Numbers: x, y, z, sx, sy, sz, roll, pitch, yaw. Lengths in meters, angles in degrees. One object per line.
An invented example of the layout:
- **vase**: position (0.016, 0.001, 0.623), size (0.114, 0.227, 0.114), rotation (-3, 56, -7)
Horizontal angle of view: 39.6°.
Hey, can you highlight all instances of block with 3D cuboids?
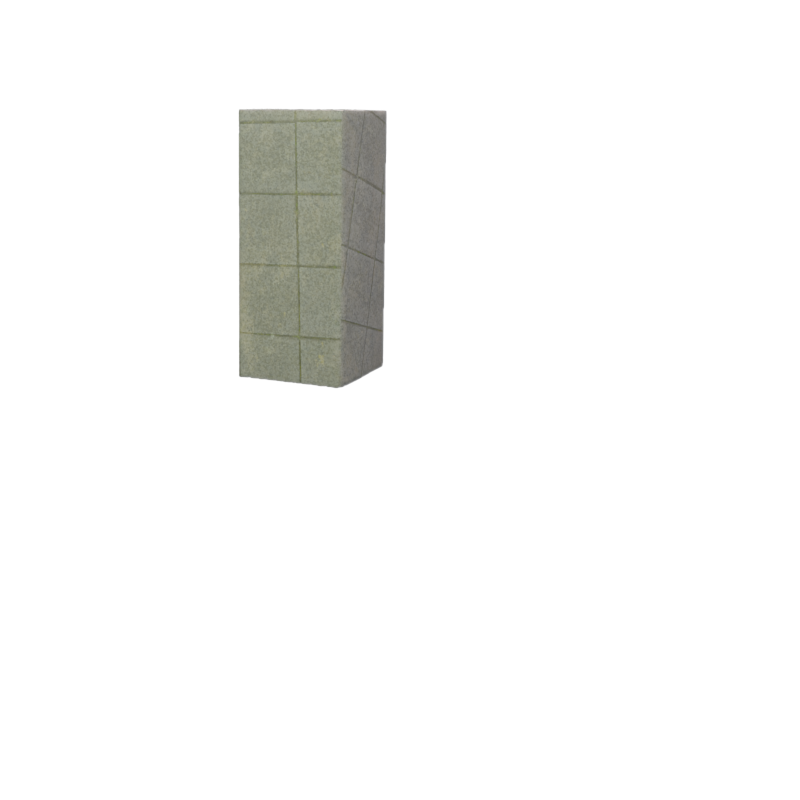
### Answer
- **block**: position (-0.067, -0.124, 0.868), size (0.094, 0.203, 0.089), rotation (4, 8, 24)
